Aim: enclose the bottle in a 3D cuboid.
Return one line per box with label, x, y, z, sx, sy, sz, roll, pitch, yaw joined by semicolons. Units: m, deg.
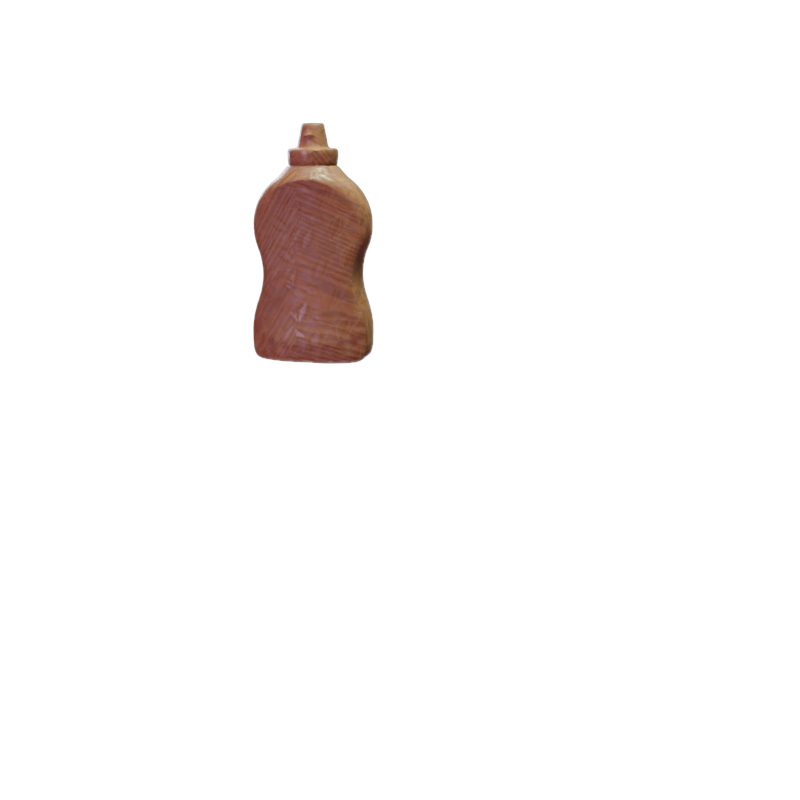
bottle;-0.071;-0.129;0.901;0.098;0.189;0.058;2;5;15
